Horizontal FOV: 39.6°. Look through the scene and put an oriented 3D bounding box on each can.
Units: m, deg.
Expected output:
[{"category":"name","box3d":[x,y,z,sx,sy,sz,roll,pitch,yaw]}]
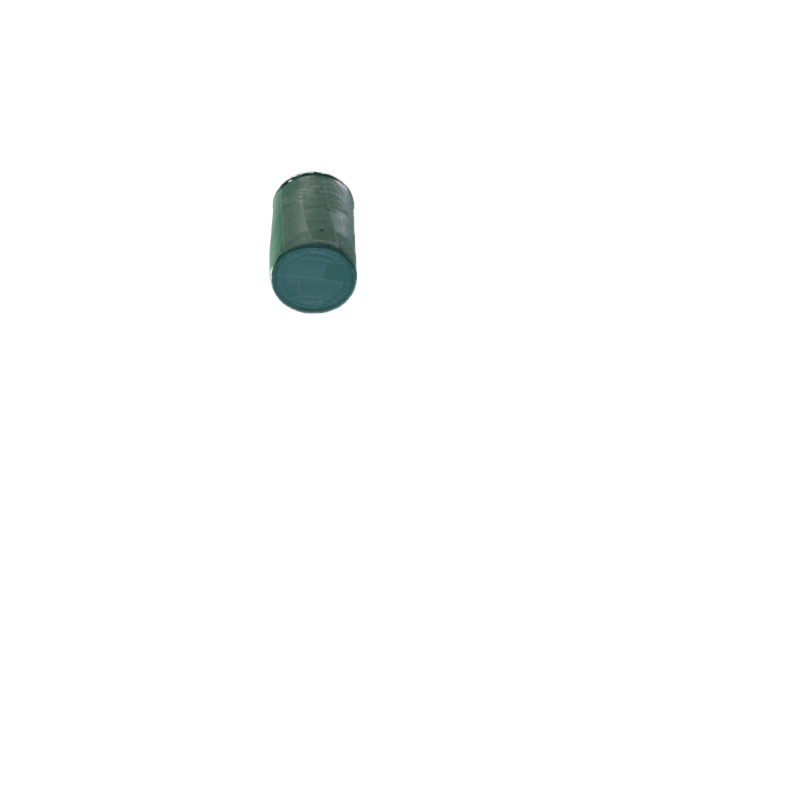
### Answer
[{"category":"can","box3d":[-0.069,-0.126,0.880,0.068,0.064,0.110,-1,41,-3]}]
